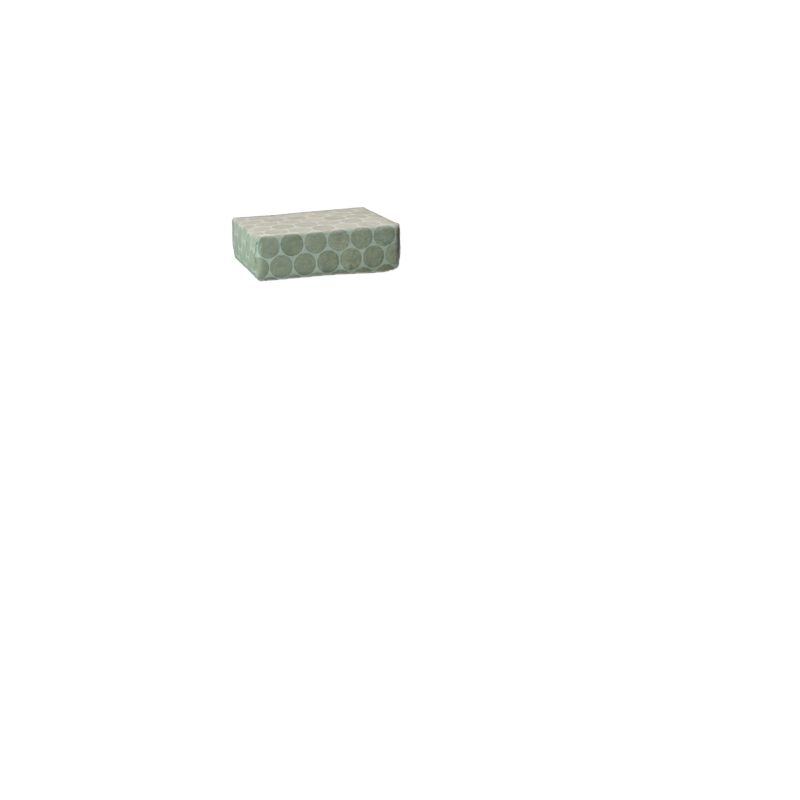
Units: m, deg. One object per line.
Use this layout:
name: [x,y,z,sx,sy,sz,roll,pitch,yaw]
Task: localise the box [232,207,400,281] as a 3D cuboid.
box: [-0.067,-0.122,0.852,0.111,0.038,0.095,-5,19,-16]
